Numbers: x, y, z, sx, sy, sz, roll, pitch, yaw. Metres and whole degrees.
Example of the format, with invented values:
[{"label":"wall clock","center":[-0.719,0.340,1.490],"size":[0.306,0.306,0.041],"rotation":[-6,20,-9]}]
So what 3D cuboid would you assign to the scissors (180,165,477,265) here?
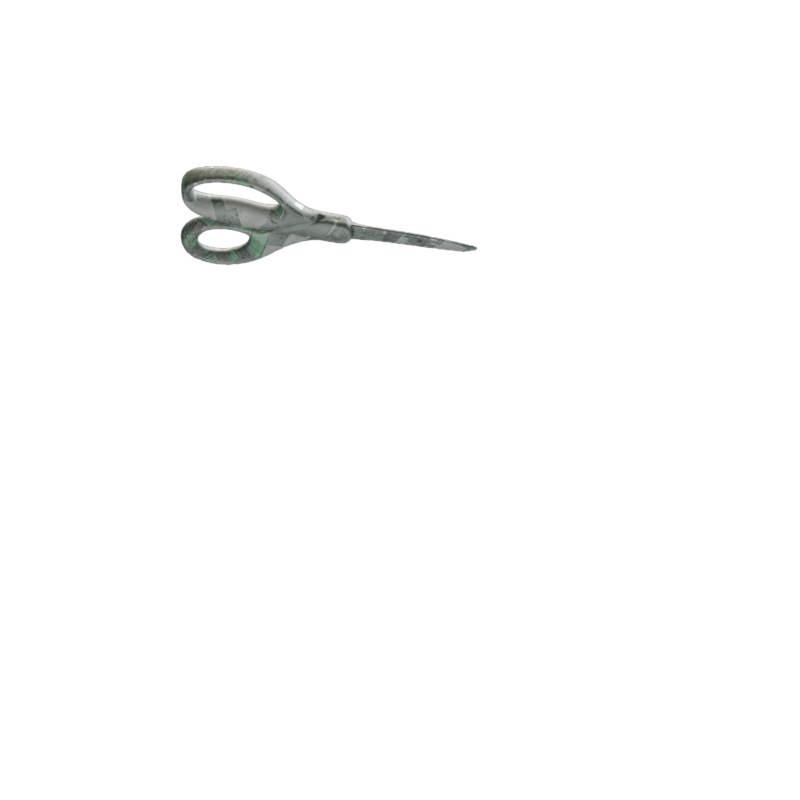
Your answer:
[{"label":"scissors","center":[-0.058,-0.106,0.740],"size":[0.193,0.017,0.094],"rotation":[17,-36,-24]}]
